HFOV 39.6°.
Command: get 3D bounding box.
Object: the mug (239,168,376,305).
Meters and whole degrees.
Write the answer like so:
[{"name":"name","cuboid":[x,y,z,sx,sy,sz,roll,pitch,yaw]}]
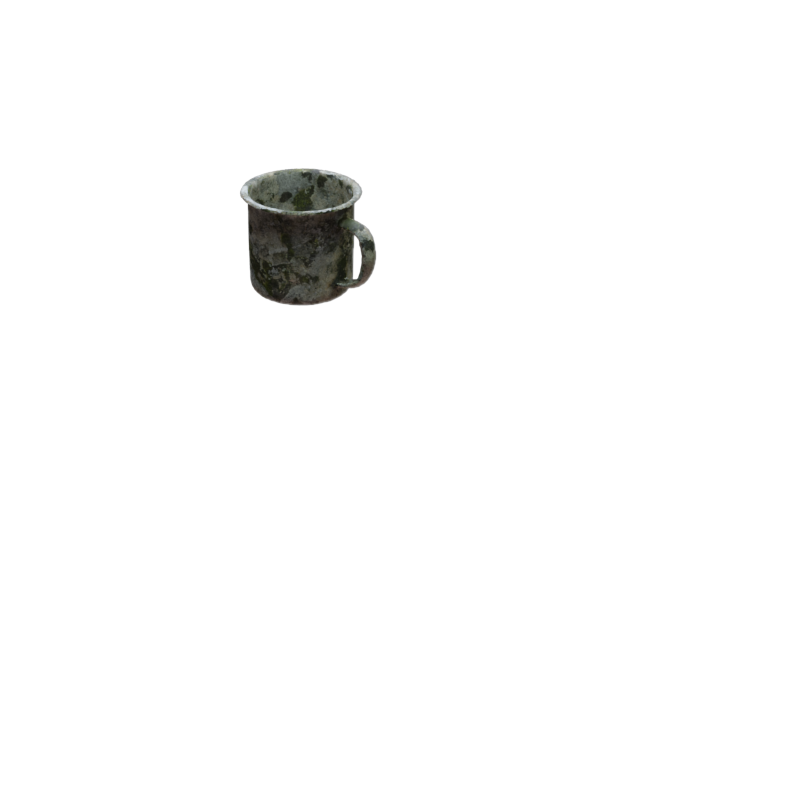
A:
[{"name":"mug","cuboid":[-0.067,-0.122,0.855,0.124,0.077,0.093,21,34,31]}]
